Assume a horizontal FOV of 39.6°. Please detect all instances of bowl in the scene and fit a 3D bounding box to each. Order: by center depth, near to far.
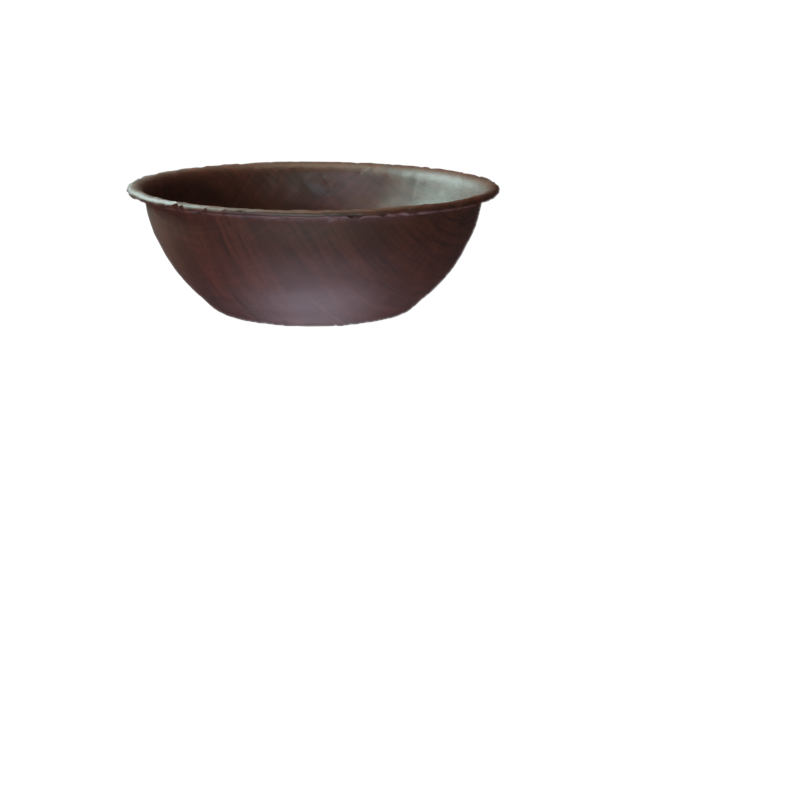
[{"bbox_3d":[-0.038,-0.070,0.490,0.162,0.053,0.168,-1,17,-2],"label":"bowl"}]
